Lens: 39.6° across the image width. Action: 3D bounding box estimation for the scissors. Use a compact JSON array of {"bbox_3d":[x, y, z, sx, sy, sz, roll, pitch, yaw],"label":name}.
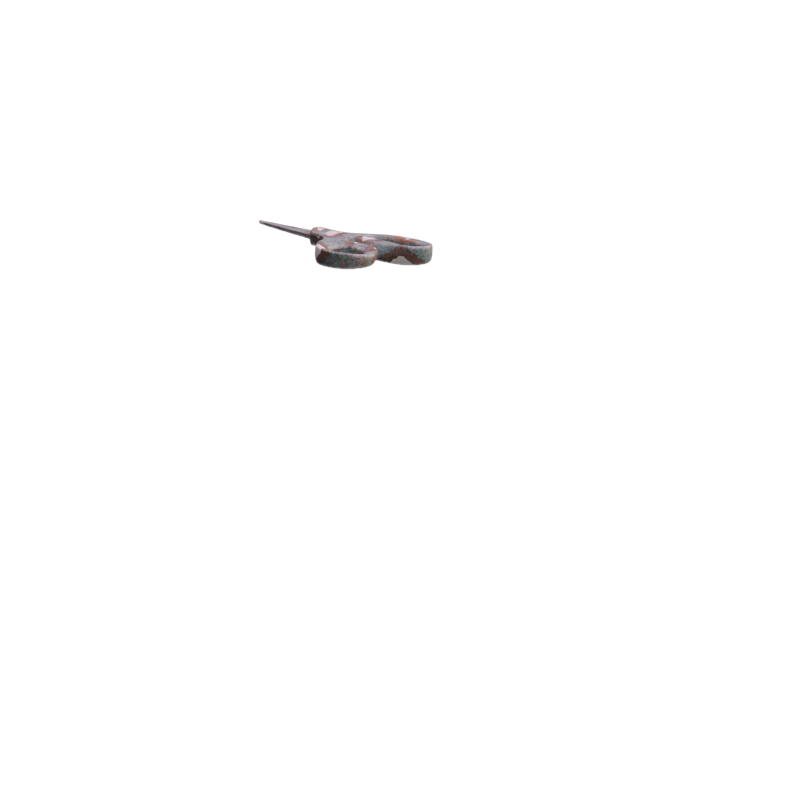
[{"bbox_3d":[-0.069,-0.125,0.876,0.212,0.015,0.094,14,22,37],"label":"scissors"}]
